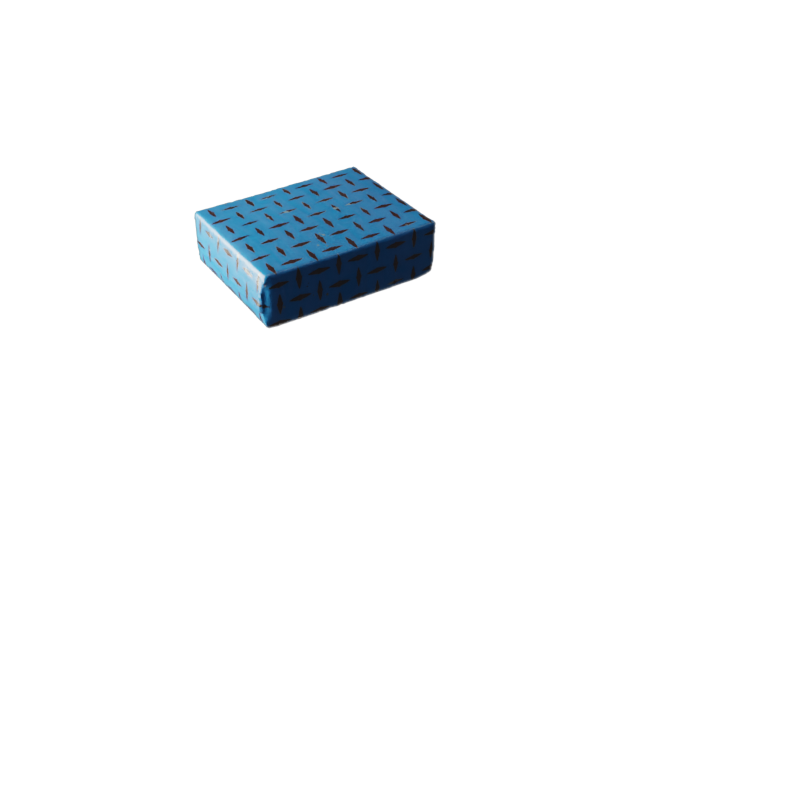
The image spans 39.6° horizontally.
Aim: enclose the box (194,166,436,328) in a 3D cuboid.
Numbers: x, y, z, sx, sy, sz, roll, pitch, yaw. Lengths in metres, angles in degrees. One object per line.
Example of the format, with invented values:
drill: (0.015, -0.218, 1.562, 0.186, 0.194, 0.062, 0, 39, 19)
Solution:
box: (-0.050, -0.092, 0.642, 0.112, 0.036, 0.097, -19, 39, -26)
